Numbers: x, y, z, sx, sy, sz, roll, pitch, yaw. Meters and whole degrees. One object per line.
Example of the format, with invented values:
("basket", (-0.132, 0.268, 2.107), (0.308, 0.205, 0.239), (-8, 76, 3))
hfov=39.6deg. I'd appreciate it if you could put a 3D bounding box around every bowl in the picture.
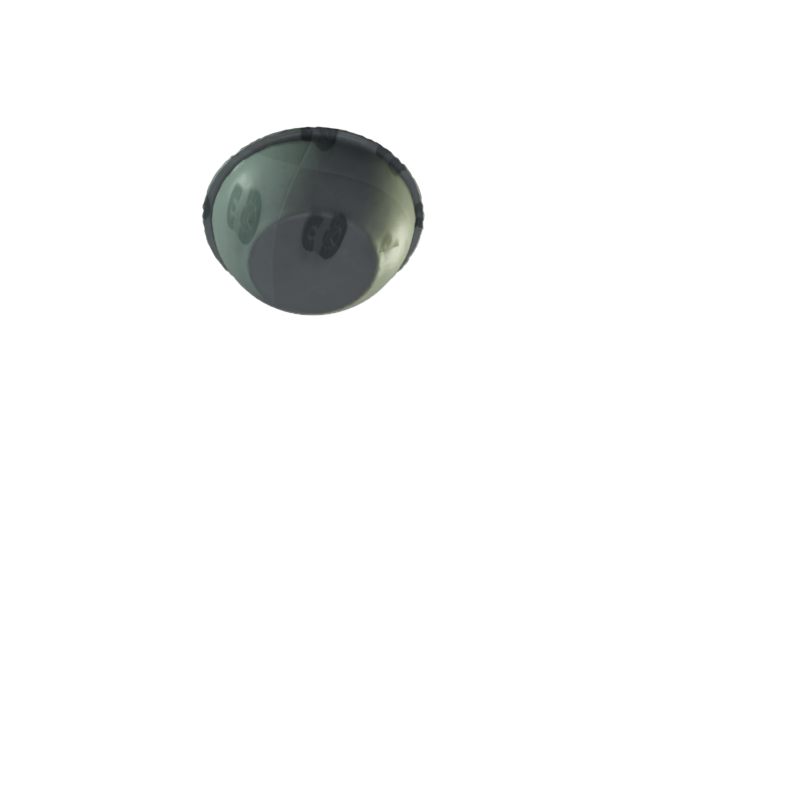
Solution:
("bowl", (-0.062, -0.113, 0.789), (0.162, 0.151, 0.059), (1, 41, -1))
